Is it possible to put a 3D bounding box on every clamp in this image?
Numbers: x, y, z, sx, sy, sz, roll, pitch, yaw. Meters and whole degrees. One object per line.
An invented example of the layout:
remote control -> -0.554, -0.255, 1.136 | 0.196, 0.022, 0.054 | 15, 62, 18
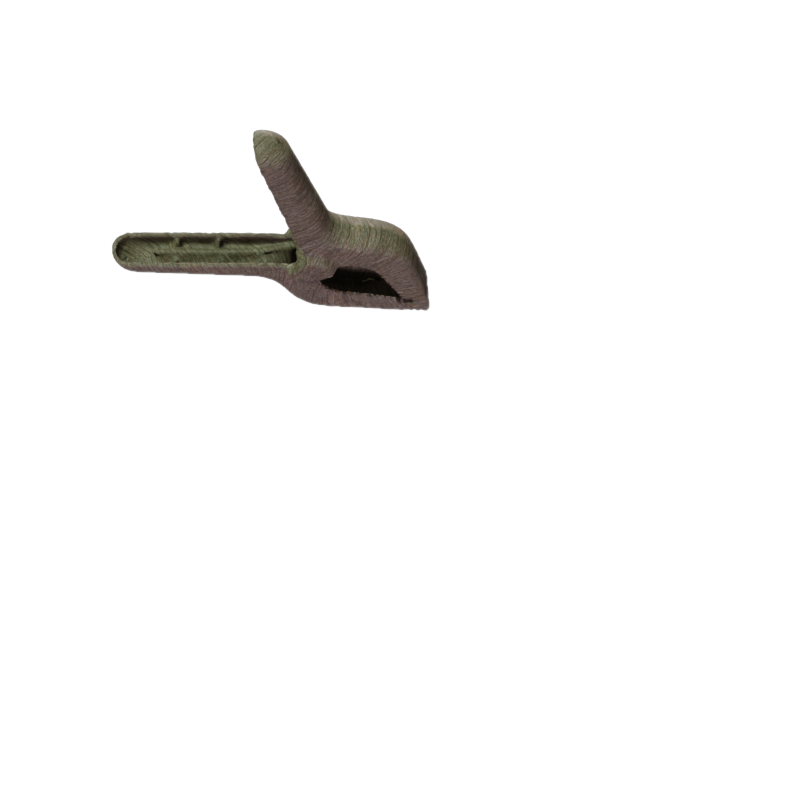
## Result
clamp -> -0.055, -0.100, 0.701 | 0.200, 0.038, 0.163 | 14, -26, -31
